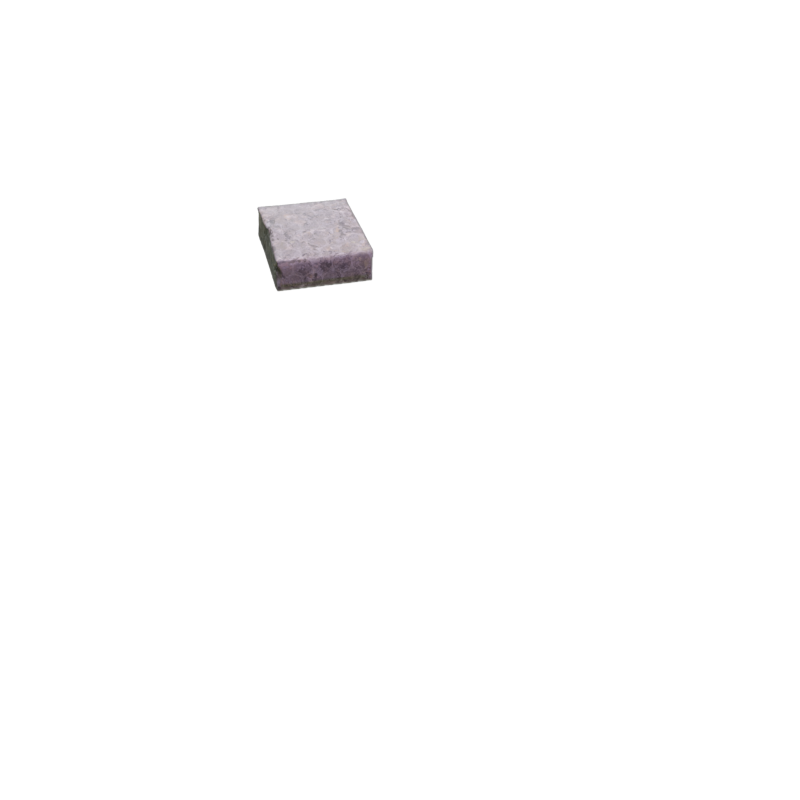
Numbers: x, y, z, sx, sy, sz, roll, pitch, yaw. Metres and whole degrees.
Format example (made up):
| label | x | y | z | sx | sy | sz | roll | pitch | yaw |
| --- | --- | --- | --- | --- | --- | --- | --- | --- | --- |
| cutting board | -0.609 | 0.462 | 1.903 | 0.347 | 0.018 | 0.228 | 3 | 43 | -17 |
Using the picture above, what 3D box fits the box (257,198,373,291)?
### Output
| label | x | y | z | sx | sy | sz | roll | pitch | yaw |
| --- | --- | --- | --- | --- | --- | --- | --- | --- | --- |
| box | -0.066 | -0.121 | 0.846 | 0.072 | 0.028 | 0.096 | -8 | 36 | -11 |
